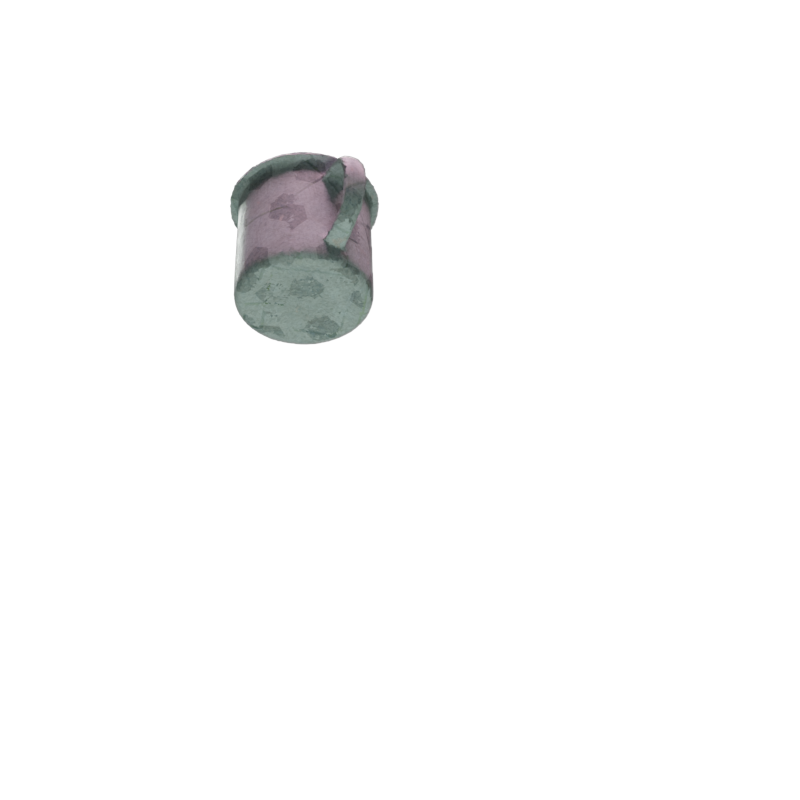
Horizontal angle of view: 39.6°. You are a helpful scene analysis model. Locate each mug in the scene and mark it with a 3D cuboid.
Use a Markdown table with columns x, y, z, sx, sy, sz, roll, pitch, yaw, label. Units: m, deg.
| x | y | z | sx | sy | sz | roll | pitch | yaw | label |
| --- | --- | --- | --- | --- | --- | --- | --- | --- | --- |
| -0.052 | -0.094 | 0.659 | 0.089 | 0.087 | 0.114 | 20 | -44 | -24 | mug |
